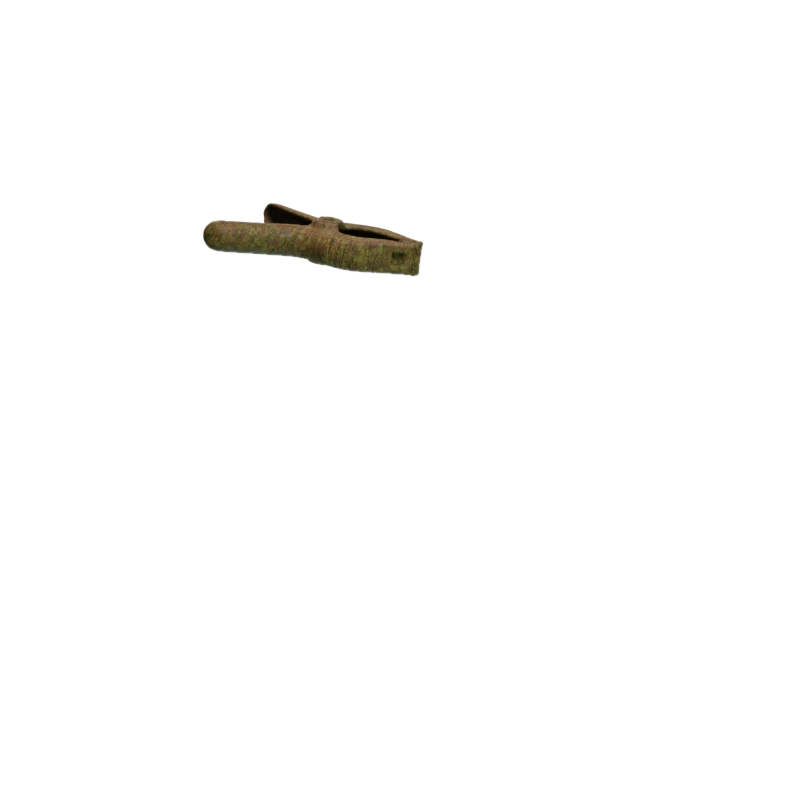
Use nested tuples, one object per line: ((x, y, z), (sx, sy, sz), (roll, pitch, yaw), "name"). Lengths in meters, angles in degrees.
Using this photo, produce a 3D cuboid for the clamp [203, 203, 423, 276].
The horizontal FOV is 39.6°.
((-0.070, -0.128, 0.896), (0.180, 0.037, 0.120), (14, 27, 29), "clamp")
